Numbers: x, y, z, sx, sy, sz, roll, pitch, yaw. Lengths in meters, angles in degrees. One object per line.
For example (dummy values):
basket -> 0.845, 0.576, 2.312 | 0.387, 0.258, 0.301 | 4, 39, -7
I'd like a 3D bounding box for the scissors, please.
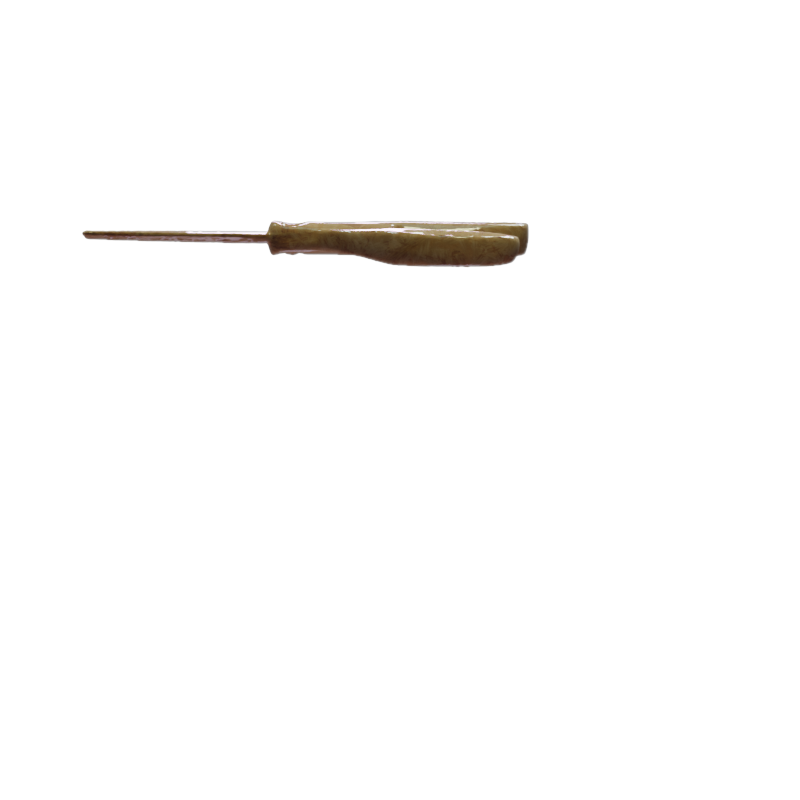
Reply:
scissors -> -0.038, -0.069, 0.480 | 0.199, 0.015, 0.099 | -2, 13, -9
